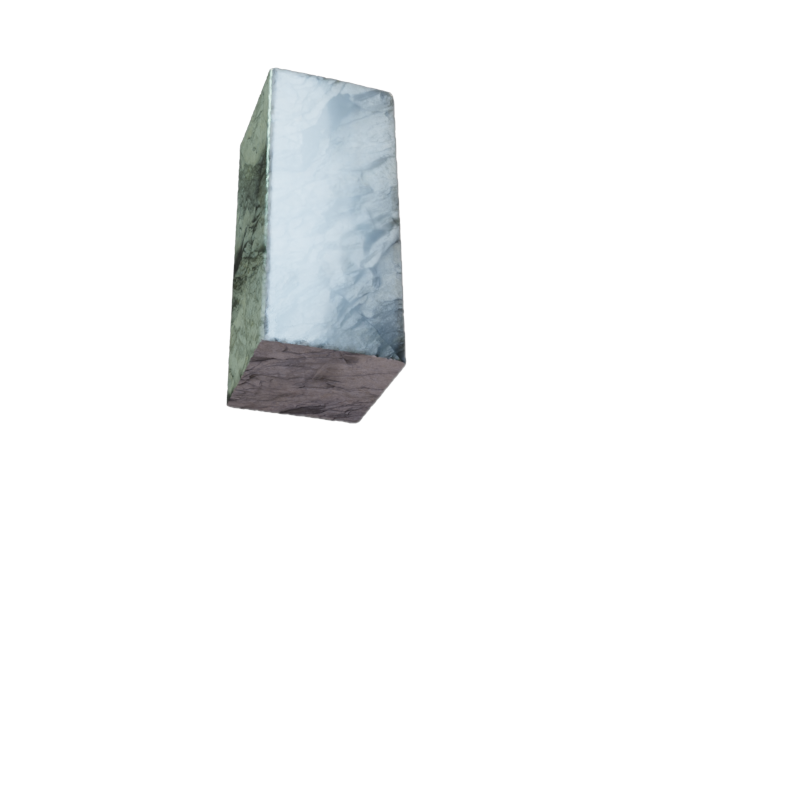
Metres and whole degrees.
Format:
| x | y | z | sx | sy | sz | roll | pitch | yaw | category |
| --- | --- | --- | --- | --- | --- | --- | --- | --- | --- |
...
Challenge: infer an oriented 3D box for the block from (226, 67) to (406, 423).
| x | y | z | sx | sy | sz | roll | pitch | yaw | category |
| --- | --- | --- | --- | --- | --- | --- | --- | --- | --- |
| -0.056 | -0.103 | 0.718 | 0.088 | 0.220 | 0.087 | 9 | -33 | -18 | block |
